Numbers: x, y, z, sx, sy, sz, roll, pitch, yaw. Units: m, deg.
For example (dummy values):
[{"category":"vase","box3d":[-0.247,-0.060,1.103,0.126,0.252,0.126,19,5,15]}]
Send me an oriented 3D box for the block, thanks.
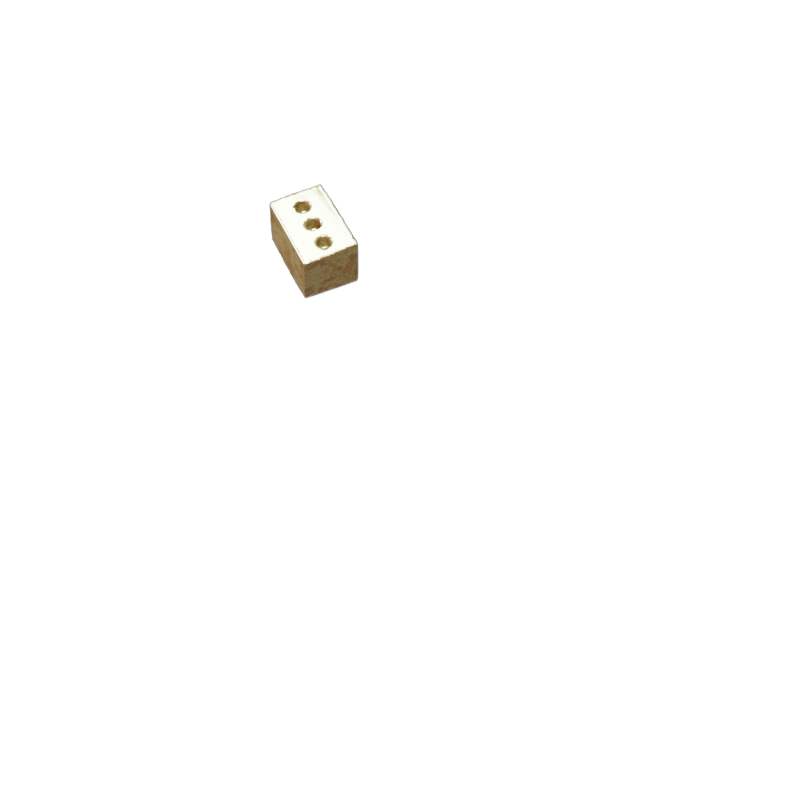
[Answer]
[{"category":"block","box3d":[-0.076,-0.139,0.975,0.052,0.084,0.048,-21,-32,-16]}]
